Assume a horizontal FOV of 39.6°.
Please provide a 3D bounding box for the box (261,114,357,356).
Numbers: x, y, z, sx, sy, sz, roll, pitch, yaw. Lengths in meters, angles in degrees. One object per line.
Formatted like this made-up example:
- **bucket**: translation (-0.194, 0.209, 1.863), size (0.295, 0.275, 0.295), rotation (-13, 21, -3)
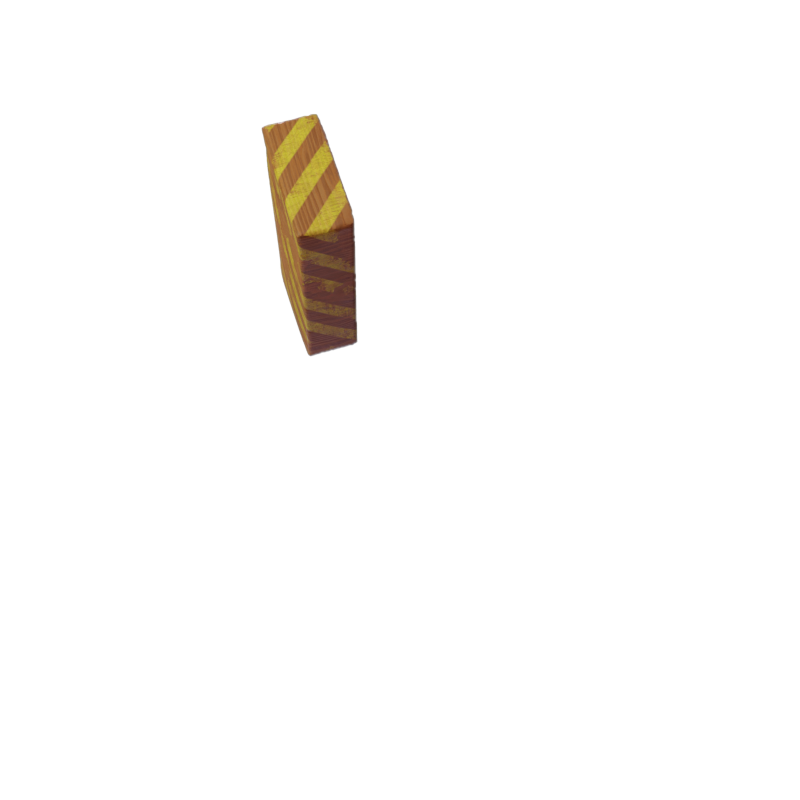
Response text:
- **box**: translation (-0.061, -0.112, 0.787), size (0.048, 0.100, 0.166), rotation (-14, -24, -10)
